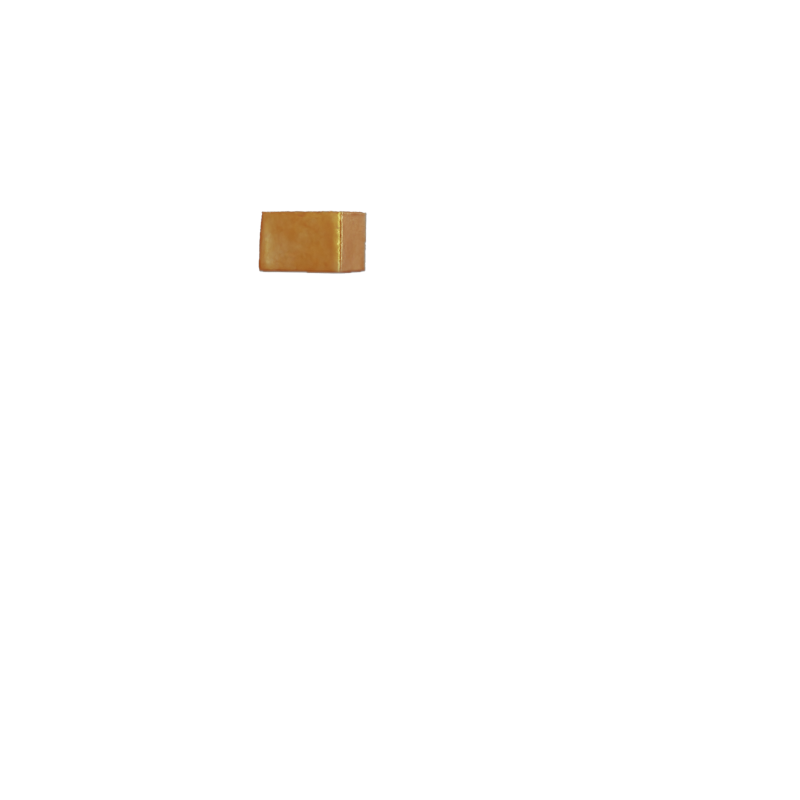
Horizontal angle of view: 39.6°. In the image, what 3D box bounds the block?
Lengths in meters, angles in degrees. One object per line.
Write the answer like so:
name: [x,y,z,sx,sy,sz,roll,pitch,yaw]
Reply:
block: [-0.073,-0.134,0.936,0.080,0.051,0.051,3,6,25]
